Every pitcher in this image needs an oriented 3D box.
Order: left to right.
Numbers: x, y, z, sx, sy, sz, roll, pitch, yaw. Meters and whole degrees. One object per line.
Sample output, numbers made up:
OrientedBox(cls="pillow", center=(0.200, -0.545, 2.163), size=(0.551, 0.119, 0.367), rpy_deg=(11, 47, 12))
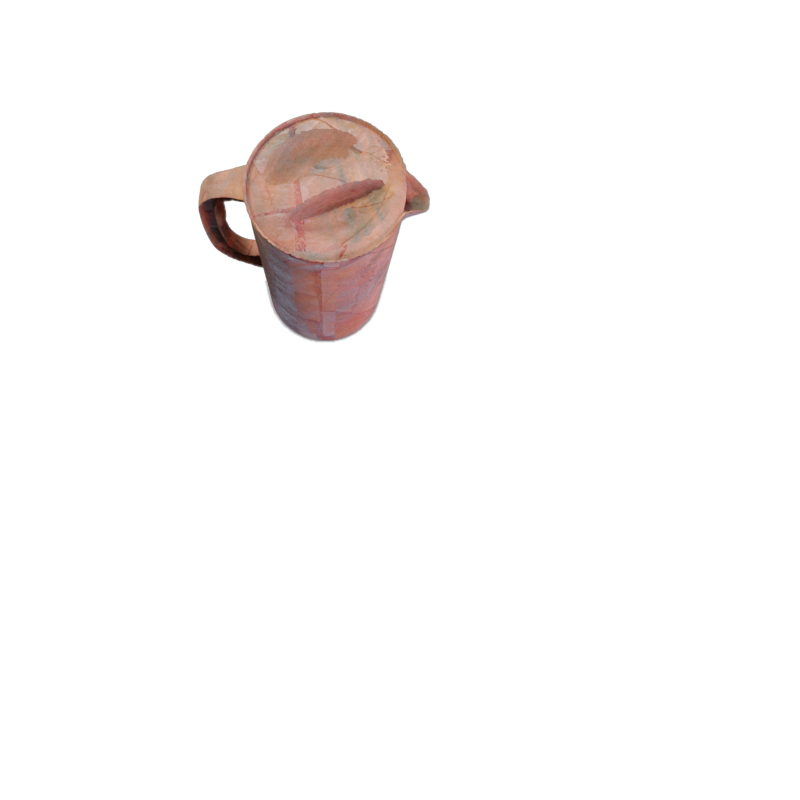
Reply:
OrientedBox(cls="pitcher", center=(-0.077, -0.140, 0.980), size=(0.146, 0.155, 0.232), rpy_deg=(-41, -12, -15))
